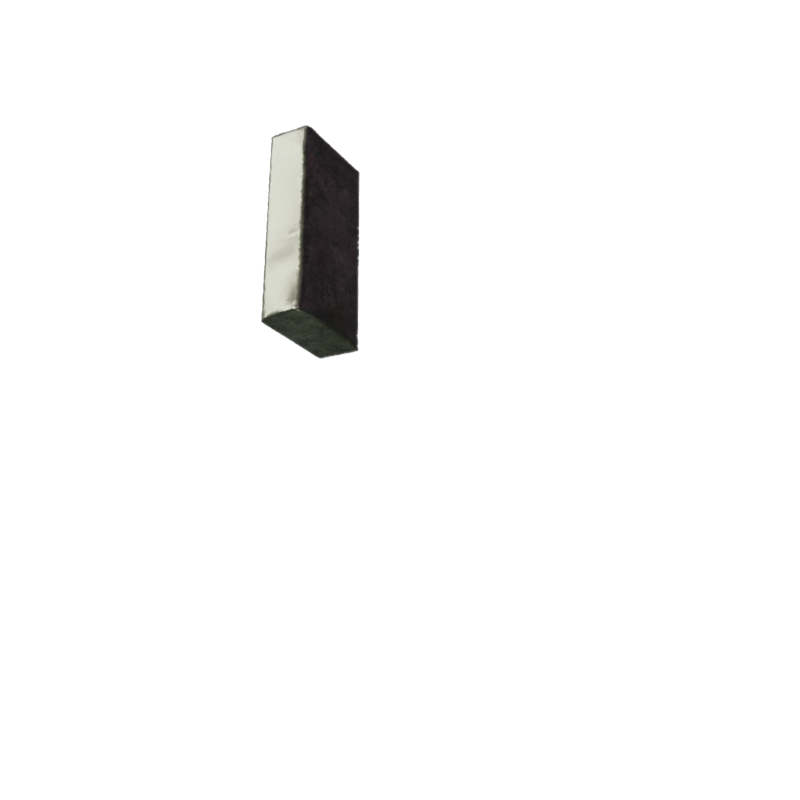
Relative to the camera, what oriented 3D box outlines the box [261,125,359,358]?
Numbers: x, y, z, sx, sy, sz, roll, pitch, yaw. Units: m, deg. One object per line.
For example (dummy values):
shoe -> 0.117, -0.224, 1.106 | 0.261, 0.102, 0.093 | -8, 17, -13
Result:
box -> -0.074, -0.134, 0.942 | 0.049, 0.187, 0.087 | -17, -30, 25
